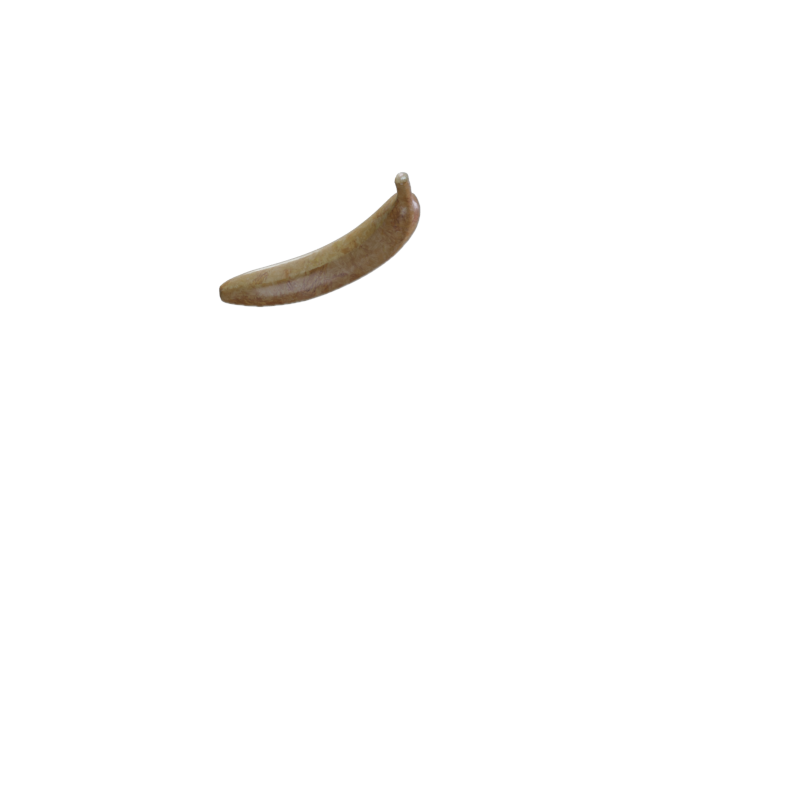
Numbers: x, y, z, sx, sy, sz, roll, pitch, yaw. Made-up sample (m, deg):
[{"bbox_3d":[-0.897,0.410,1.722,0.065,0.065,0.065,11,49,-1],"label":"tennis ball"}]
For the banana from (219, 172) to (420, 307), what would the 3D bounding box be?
[{"bbox_3d":[-0.054,-0.118,0.883,0.197,0.039,0.065,-29,-50,27],"label":"banana"}]
